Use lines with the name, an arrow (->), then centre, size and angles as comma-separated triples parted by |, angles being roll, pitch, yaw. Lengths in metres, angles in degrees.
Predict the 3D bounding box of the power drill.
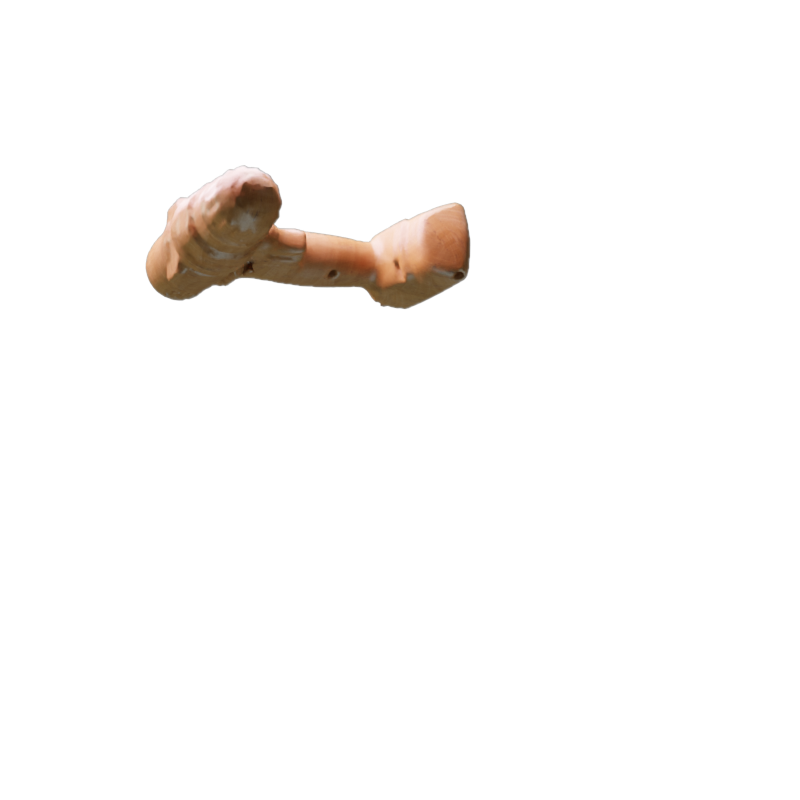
power drill -> -0.055, -0.100, 0.699 | 0.182, 0.059, 0.185 | 3, -8, -23
